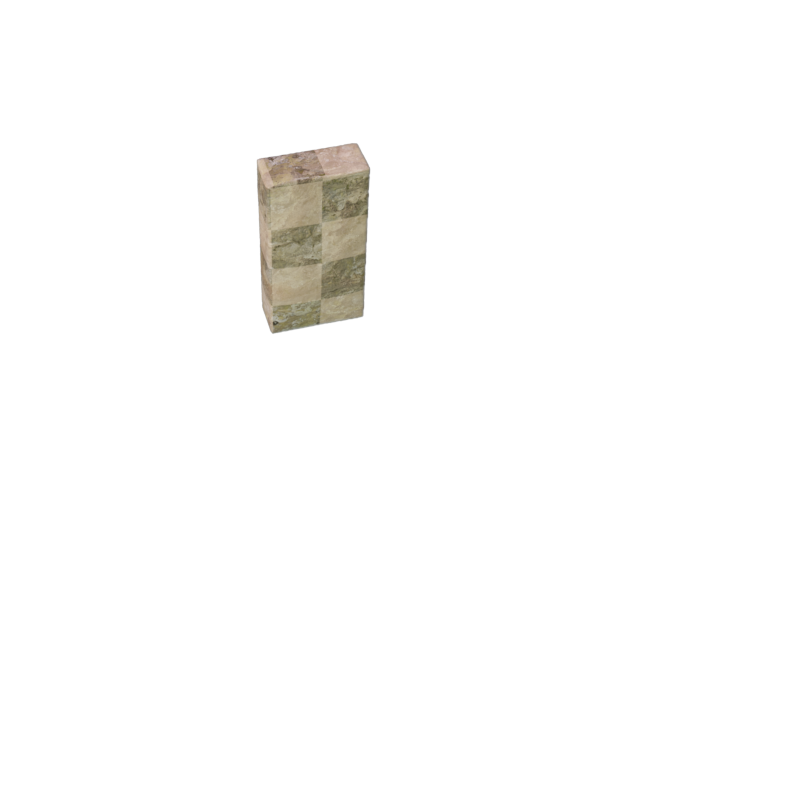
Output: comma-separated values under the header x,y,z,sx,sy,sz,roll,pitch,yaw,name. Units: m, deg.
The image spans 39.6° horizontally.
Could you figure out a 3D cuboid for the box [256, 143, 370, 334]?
x,y,z,sx,sy,sz,roll,pitch,yaw,name
-0.078,-0.141,0.991,0.092,0.052,0.164,-11,-41,-13,box
